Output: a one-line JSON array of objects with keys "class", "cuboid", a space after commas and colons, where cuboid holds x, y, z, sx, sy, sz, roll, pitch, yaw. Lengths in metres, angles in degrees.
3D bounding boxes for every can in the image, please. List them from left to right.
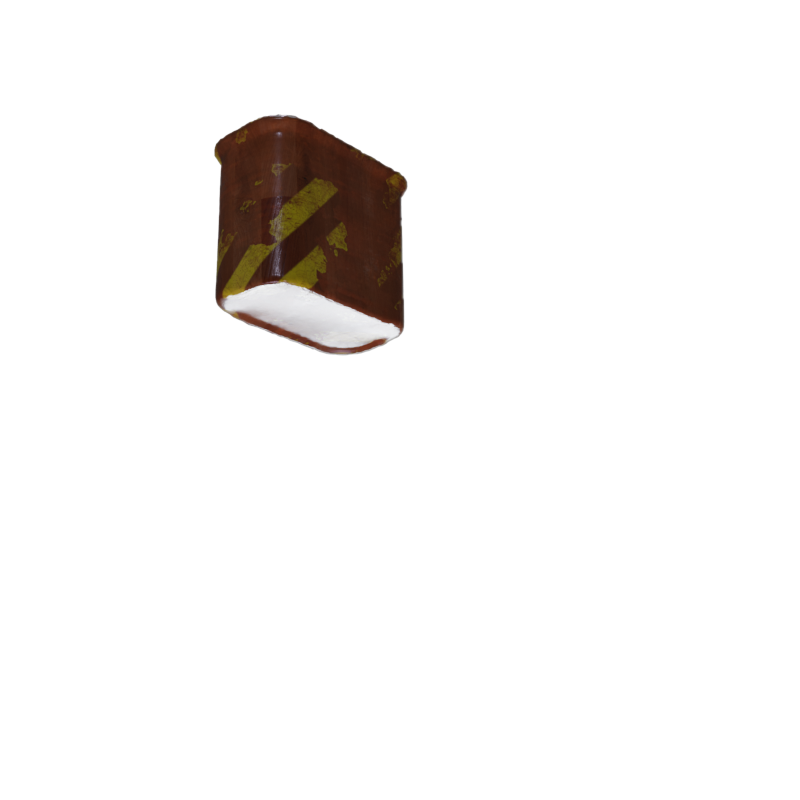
[{"class": "can", "cuboid": [-0.042, -0.076, 0.535, 0.058, 0.088, 0.096, -21, -29, 38]}]
